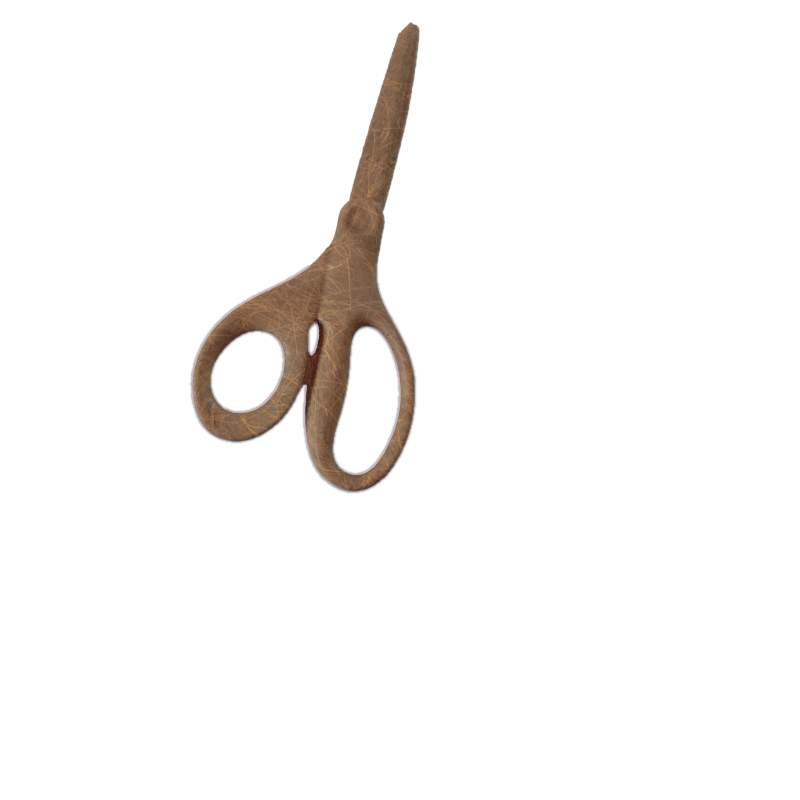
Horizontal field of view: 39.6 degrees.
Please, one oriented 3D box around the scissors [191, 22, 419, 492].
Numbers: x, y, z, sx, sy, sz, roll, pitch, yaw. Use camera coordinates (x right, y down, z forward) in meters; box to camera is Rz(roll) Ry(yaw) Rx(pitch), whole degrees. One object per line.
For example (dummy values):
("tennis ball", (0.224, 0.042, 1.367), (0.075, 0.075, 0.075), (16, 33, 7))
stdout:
("scissors", (-0.035, -0.065, 0.453), (0.096, 0.211, 0.015), (-2, -19, -1))
